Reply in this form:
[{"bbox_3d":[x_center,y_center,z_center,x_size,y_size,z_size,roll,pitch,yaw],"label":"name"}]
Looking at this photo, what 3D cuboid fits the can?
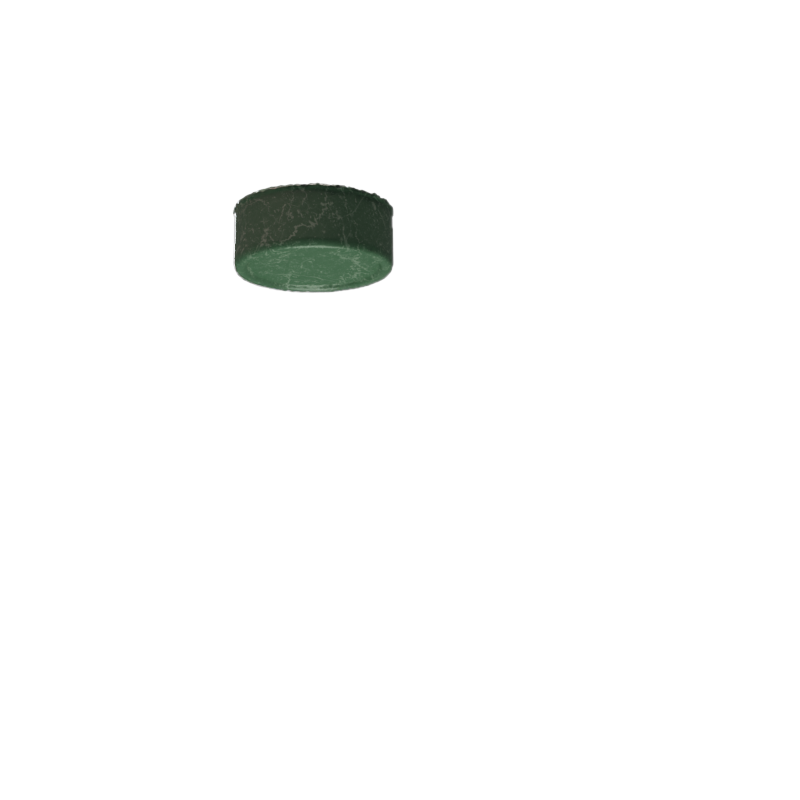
[{"bbox_3d":[-0.046,-0.084,0.587,0.086,0.035,0.083,0,-12,-2],"label":"can"}]
